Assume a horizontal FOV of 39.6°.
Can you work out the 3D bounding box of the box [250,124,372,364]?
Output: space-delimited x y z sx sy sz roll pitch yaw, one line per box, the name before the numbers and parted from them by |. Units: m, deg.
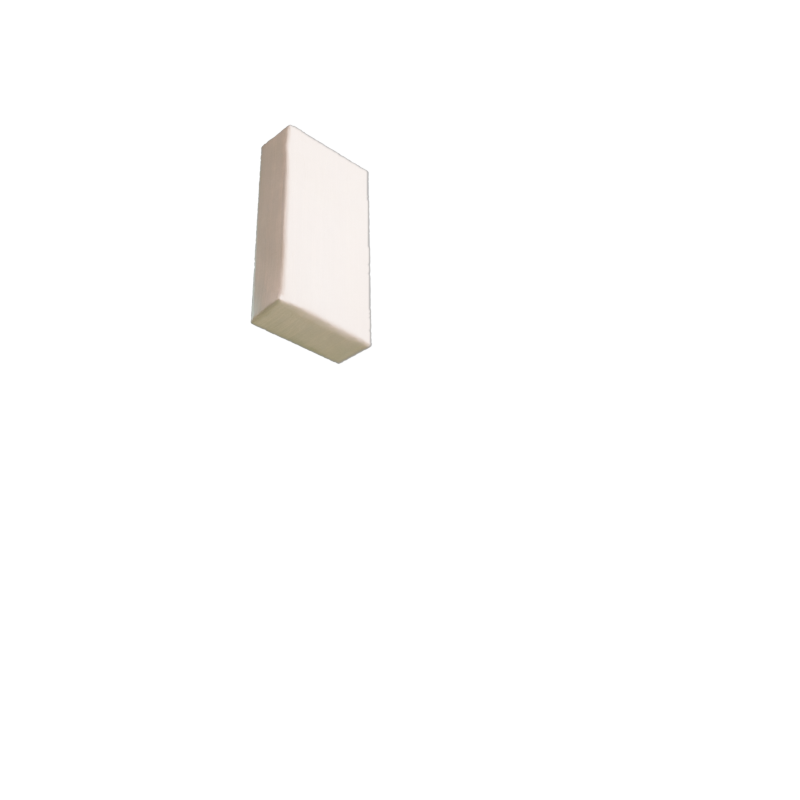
box | -0.070 -0.127 0.889 0.088 0.189 0.048 26 -45 -34
